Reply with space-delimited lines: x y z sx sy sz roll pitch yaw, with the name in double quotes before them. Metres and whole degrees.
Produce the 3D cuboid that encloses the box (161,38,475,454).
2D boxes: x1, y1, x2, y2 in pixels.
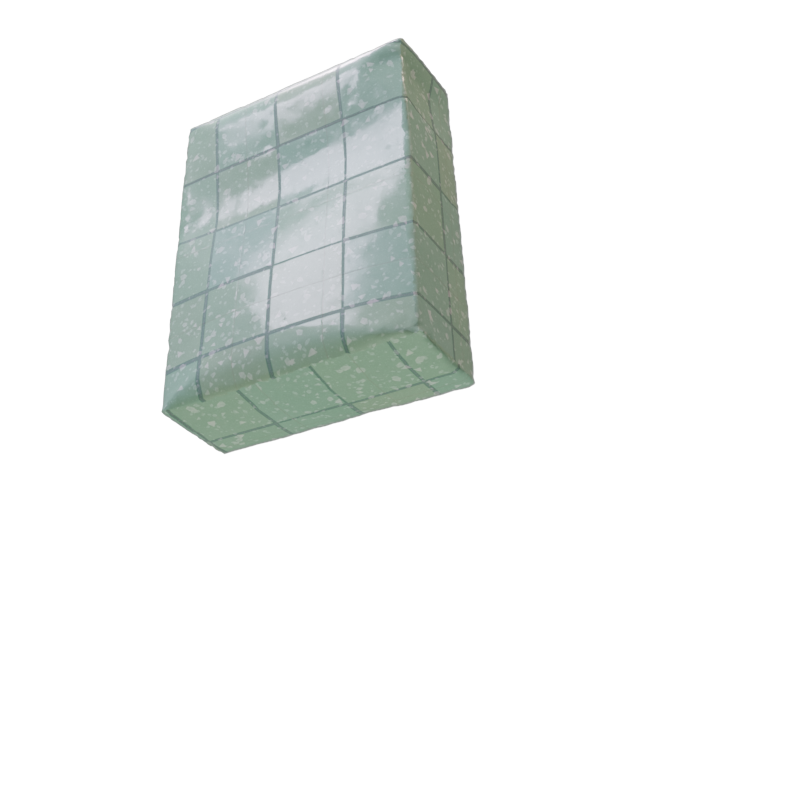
"box" -0.051 -0.094 0.656 0.166 0.228 0.066 -18 -36 23
